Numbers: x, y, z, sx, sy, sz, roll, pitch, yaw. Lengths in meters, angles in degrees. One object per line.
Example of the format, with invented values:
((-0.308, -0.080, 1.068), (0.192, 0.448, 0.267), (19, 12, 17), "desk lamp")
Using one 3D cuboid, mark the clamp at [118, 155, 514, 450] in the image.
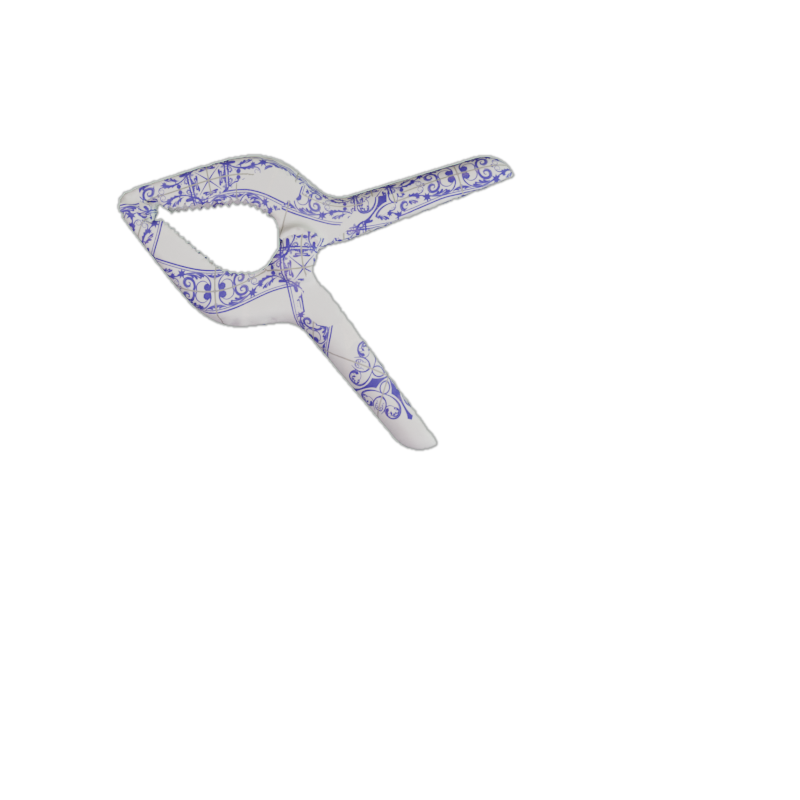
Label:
((-0.048, -0.087, 0.609), (0.211, 0.166, 0.036), (23, -5, 2), "clamp")
